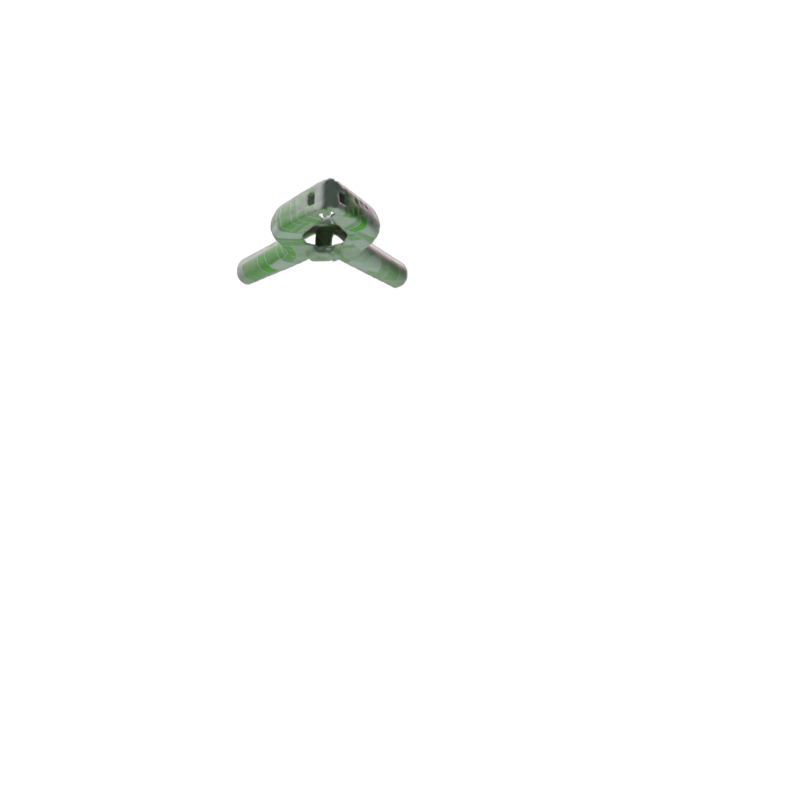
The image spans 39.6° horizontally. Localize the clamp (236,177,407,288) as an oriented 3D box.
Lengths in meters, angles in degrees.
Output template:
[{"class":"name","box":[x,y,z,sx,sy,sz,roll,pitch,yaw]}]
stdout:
[{"class":"clamp","box":[-0.078,-0.143,0.999,0.165,0.038,0.200,-1,-14,3]}]
